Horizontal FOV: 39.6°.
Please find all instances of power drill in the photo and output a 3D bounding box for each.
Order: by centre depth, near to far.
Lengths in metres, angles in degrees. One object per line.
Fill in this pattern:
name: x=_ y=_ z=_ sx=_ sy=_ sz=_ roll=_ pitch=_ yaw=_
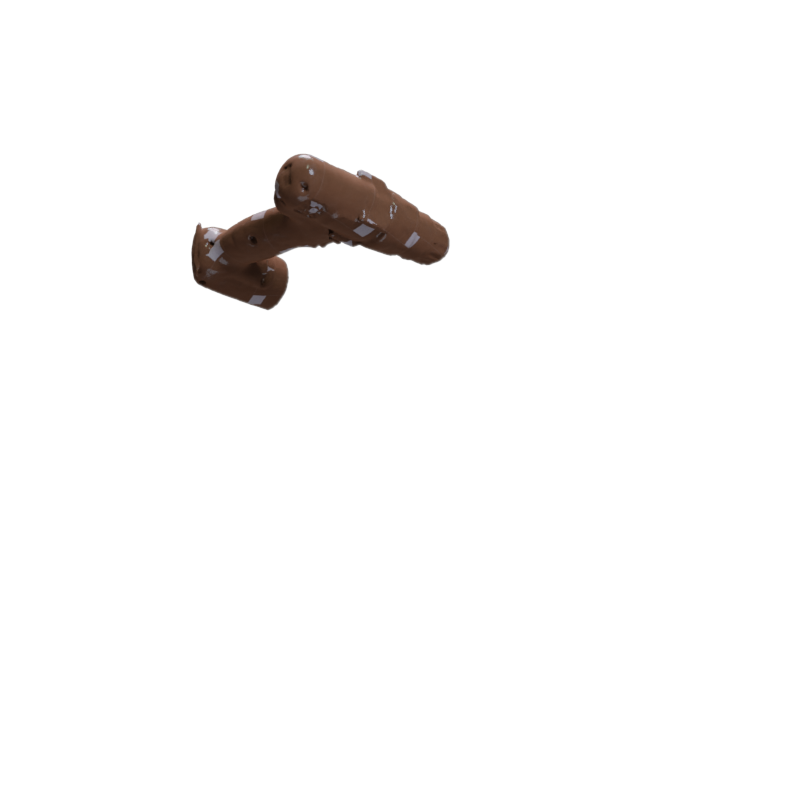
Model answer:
power drill: x=-0.075 y=-0.137 z=0.962 sx=0.188 sy=0.061 sz=0.173 roll=-22 pitch=-32 yaw=40
